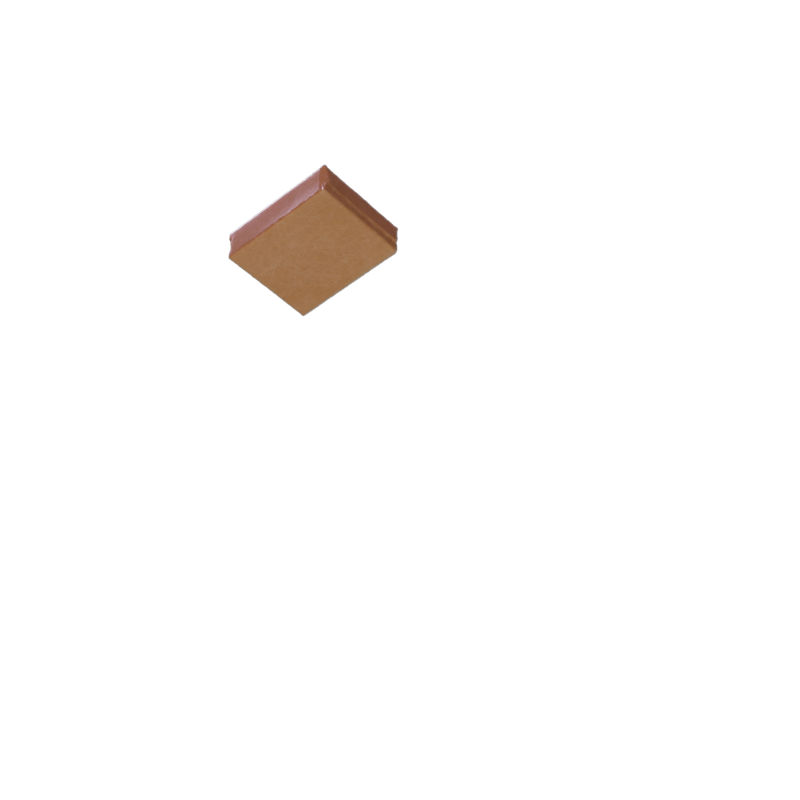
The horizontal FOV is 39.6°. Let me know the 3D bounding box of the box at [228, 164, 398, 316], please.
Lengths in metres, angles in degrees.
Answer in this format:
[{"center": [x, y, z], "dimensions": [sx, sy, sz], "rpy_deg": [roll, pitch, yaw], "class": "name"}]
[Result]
[{"center": [-0.057, -0.105, 0.734], "dimensions": [0.089, 0.032, 0.068], "rpy_deg": [-33, -54, 27], "class": "box"}]
